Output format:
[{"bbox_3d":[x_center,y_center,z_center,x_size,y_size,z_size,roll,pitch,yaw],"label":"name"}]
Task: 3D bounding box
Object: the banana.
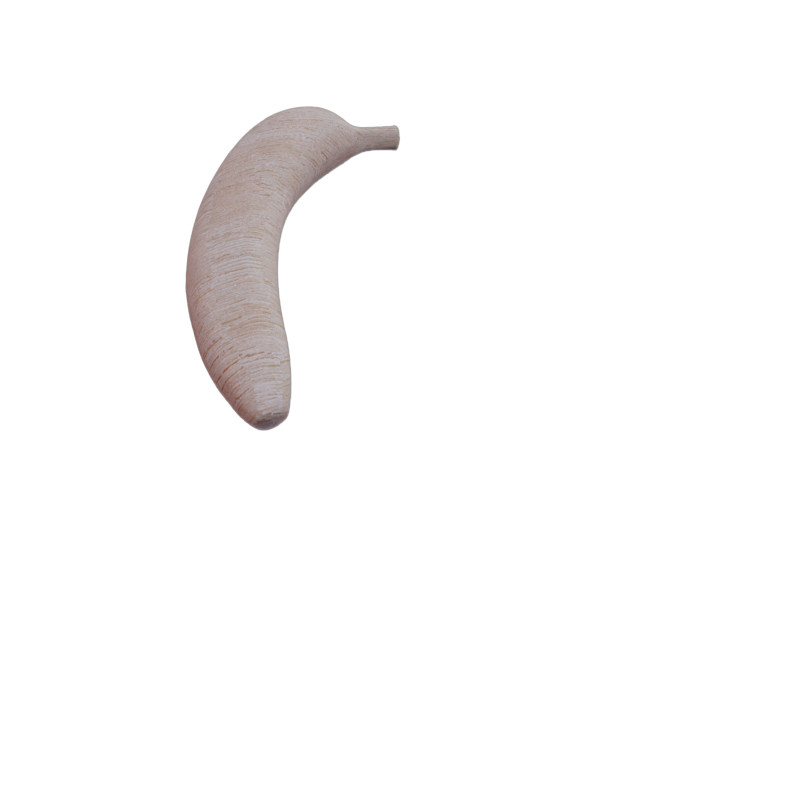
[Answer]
[{"bbox_3d":[-0.053,-0.073,0.469,0.071,0.034,0.208,10,46,9],"label":"banana"}]
